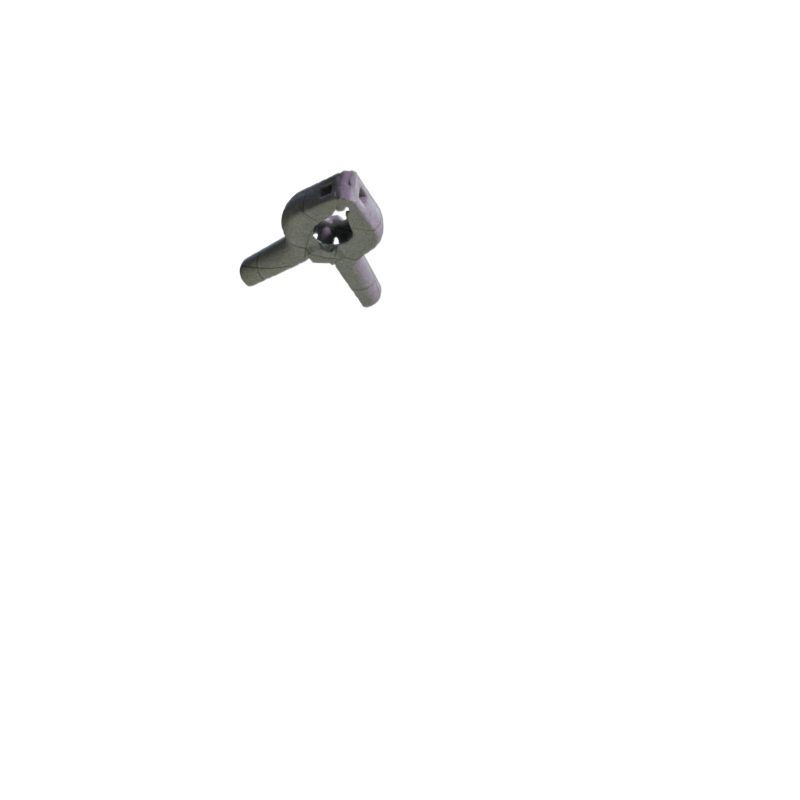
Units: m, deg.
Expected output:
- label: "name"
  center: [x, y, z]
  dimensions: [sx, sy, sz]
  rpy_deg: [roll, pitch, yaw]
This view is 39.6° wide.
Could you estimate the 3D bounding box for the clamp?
- label: "clamp"
  center: [-0.069, -0.126, 0.881]
  dimensions: [0.120, 0.042, 0.162]
  rpy_deg: [2, -28, -4]
